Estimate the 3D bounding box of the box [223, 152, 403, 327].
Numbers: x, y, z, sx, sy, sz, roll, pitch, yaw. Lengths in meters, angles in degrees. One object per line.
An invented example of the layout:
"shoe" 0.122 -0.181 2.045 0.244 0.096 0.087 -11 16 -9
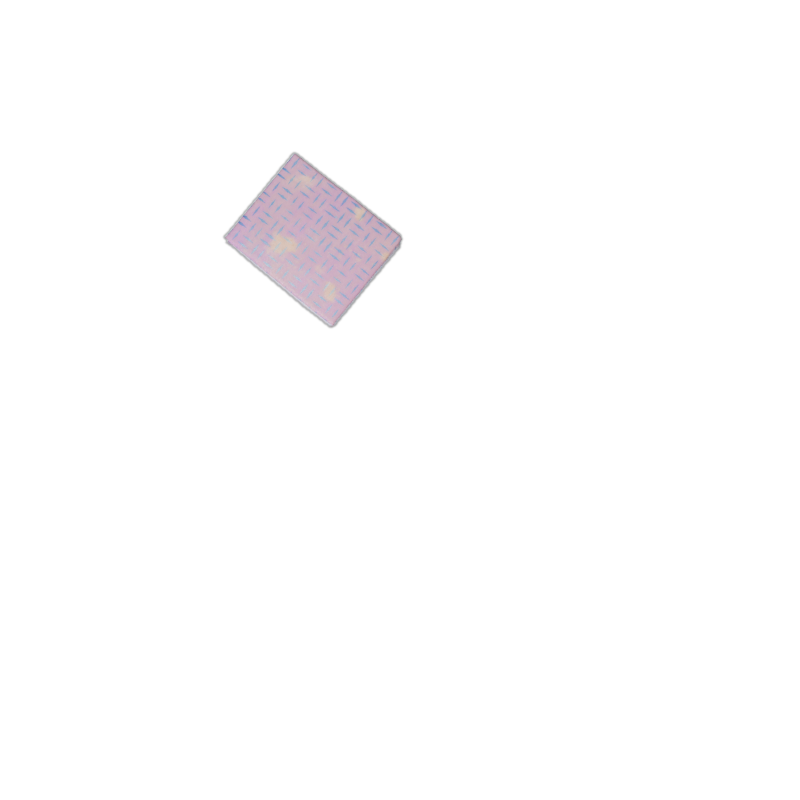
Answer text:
"box" -0.069 -0.126 0.885 0.115 0.091 0.038 38 -8 6
